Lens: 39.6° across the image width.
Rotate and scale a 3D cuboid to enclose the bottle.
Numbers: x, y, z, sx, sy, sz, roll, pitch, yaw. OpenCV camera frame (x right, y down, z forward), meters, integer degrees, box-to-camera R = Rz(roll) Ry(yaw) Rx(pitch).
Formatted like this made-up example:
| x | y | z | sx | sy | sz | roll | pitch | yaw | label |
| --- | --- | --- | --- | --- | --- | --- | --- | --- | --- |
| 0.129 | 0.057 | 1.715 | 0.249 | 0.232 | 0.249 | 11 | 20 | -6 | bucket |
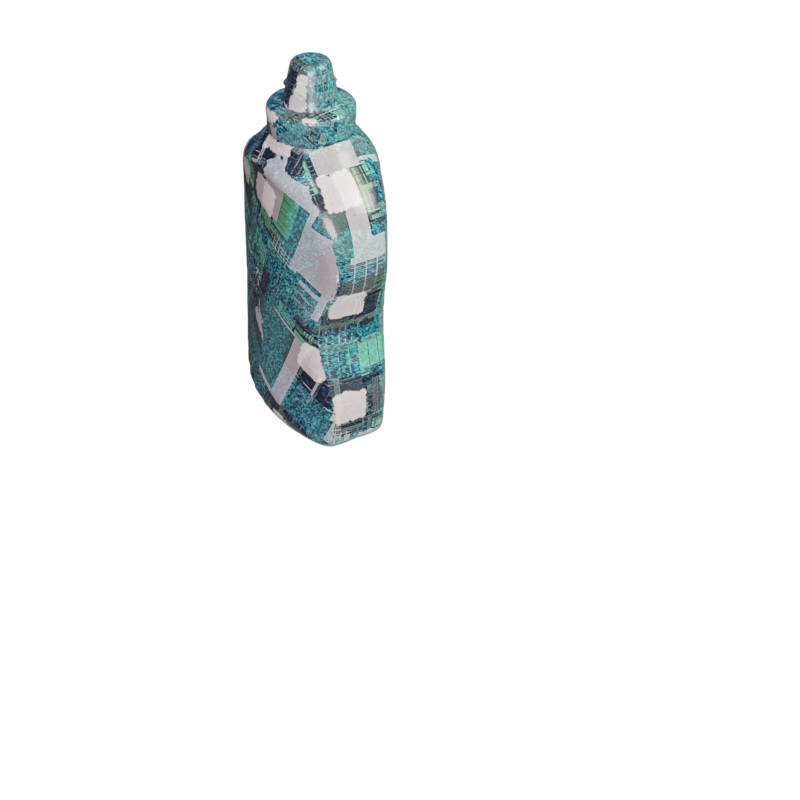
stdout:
| x | y | z | sx | sy | sz | roll | pitch | yaw | label |
| --- | --- | --- | --- | --- | --- | --- | --- | --- | --- |
| -0.042 | -0.077 | 0.537 | 0.058 | 0.179 | 0.104 | -16 | 40 | -24 | bottle |
